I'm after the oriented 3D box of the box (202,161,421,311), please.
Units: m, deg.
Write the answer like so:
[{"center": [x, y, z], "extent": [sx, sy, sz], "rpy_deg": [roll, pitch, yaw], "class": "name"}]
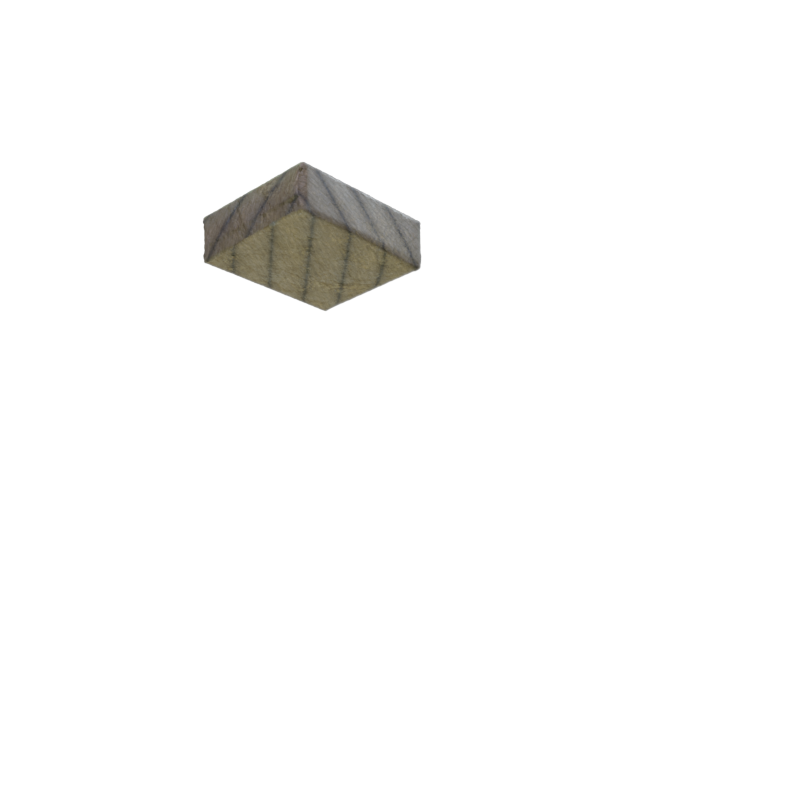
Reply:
[{"center": [-0.055, -0.100, 0.702], "extent": [0.090, 0.041, 0.106], "rpy_deg": [-21, -31, 38], "class": "box"}]
